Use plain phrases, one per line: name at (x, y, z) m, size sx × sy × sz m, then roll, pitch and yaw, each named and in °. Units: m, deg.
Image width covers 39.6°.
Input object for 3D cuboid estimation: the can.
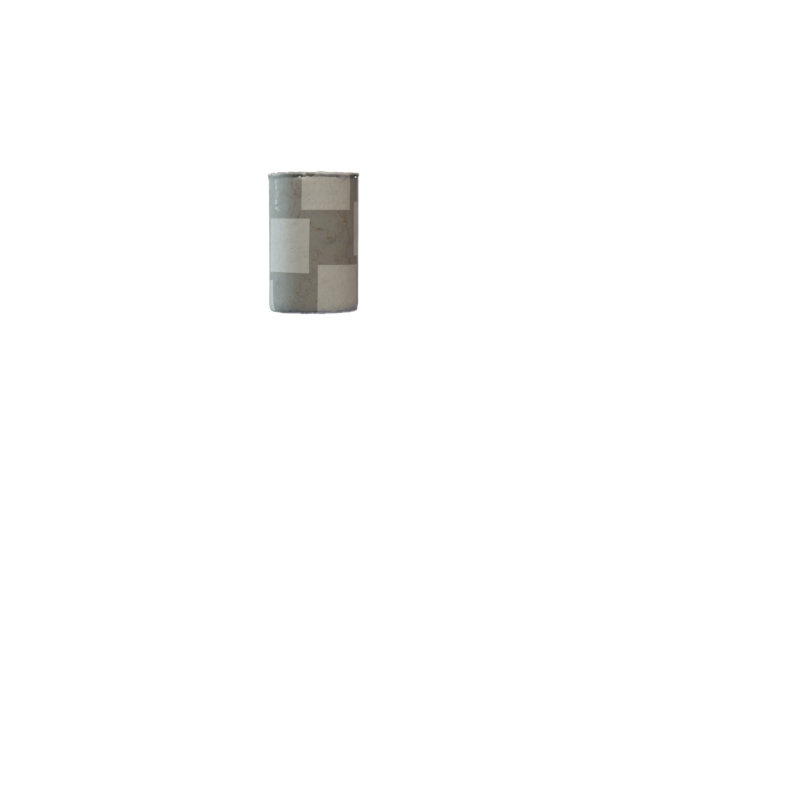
can at (-0.064, -0.117, 0.822) m, size 0.068 × 0.102 × 0.069 m, roll 0°, pitch 4°, yaw -2°
